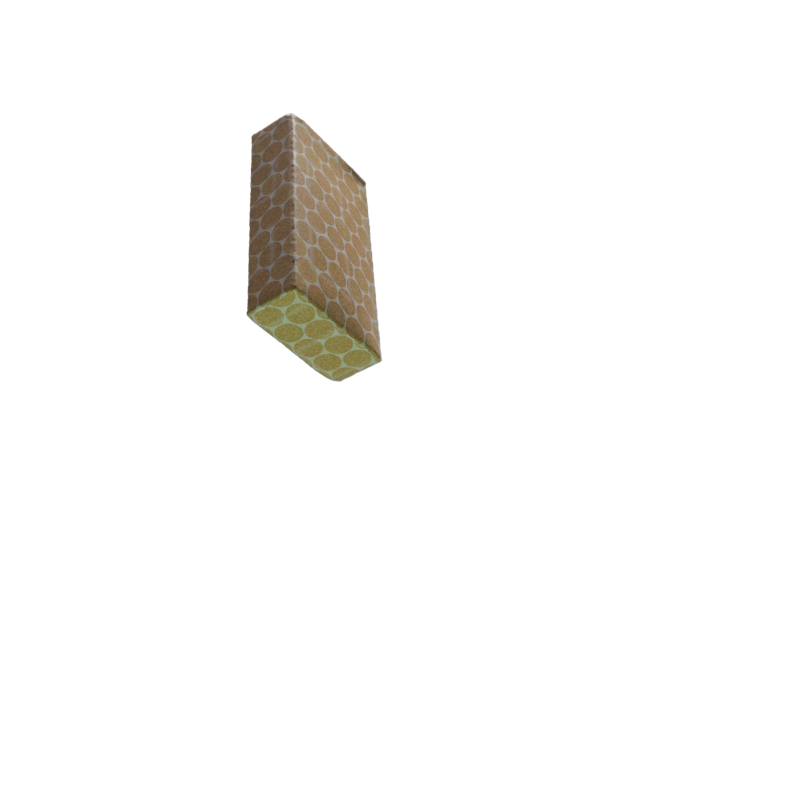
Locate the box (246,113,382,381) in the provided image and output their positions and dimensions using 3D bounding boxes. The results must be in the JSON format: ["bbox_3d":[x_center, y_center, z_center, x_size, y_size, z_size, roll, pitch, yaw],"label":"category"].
[{"bbox_3d":[-0.059,-0.108,0.754,0.048,0.189,0.087,-28,-46,26],"label":"box"}]
